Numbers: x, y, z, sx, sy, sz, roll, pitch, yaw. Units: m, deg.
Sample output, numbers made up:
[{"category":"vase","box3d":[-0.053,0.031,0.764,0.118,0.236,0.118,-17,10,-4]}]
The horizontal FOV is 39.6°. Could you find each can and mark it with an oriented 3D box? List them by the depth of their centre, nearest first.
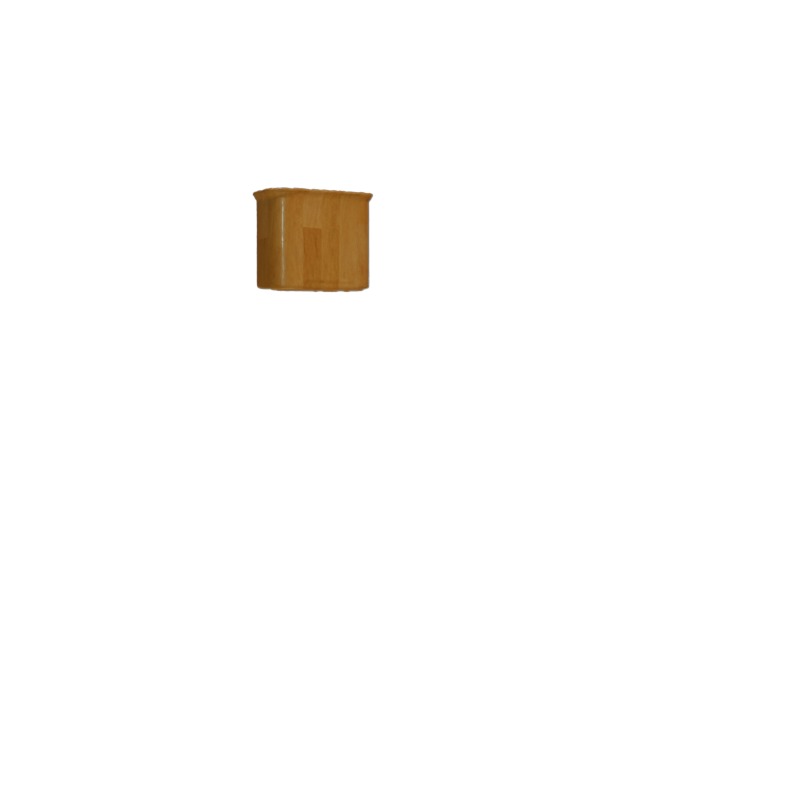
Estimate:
[{"category":"can","box3d":[-0.074,-0.135,0.944,0.098,0.084,0.059,0,-1,-31]}]
